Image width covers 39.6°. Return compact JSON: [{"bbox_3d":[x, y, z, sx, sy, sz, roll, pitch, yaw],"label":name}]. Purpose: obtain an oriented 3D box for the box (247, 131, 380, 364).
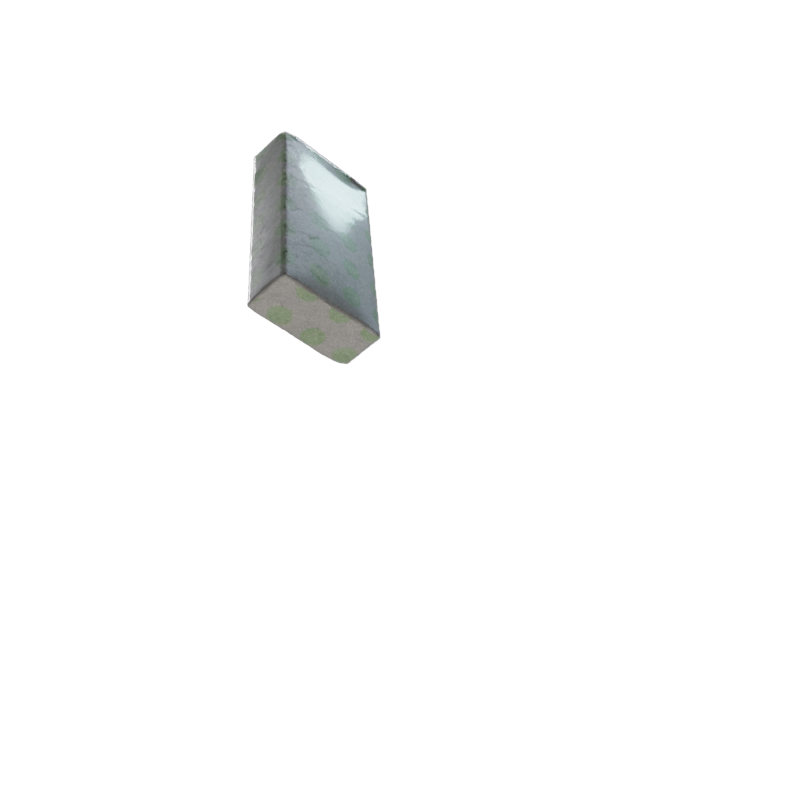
[{"bbox_3d":[-0.064,-0.118,0.824,0.088,0.189,0.047,32,-54,-31],"label":"box"}]
